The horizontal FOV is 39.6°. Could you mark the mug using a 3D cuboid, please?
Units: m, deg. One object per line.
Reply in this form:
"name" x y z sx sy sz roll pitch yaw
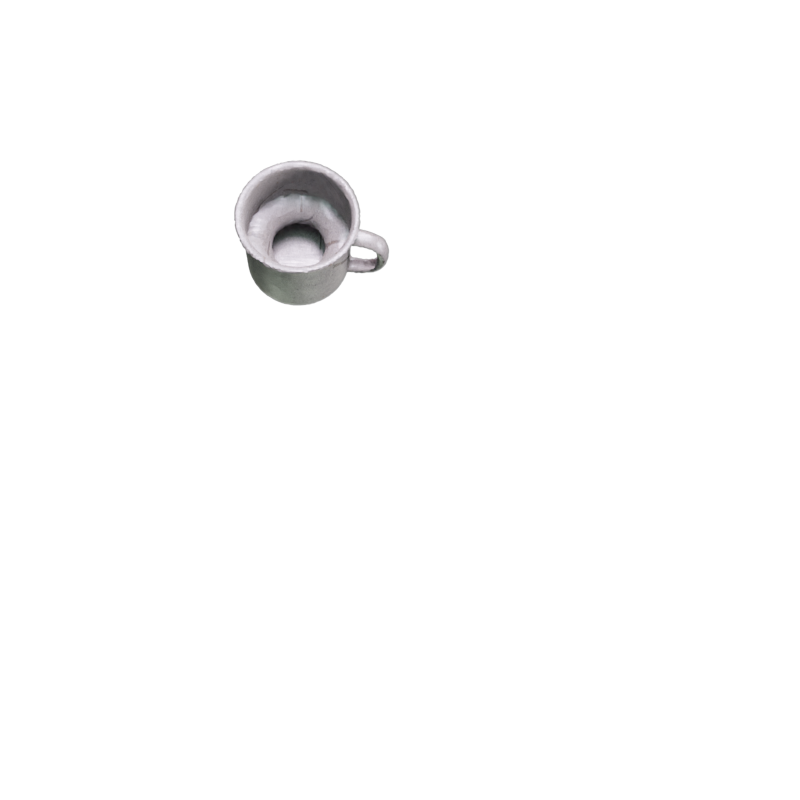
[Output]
"mug" -0.066 -0.121 0.848 0.118 0.098 0.077 10 -22 3
